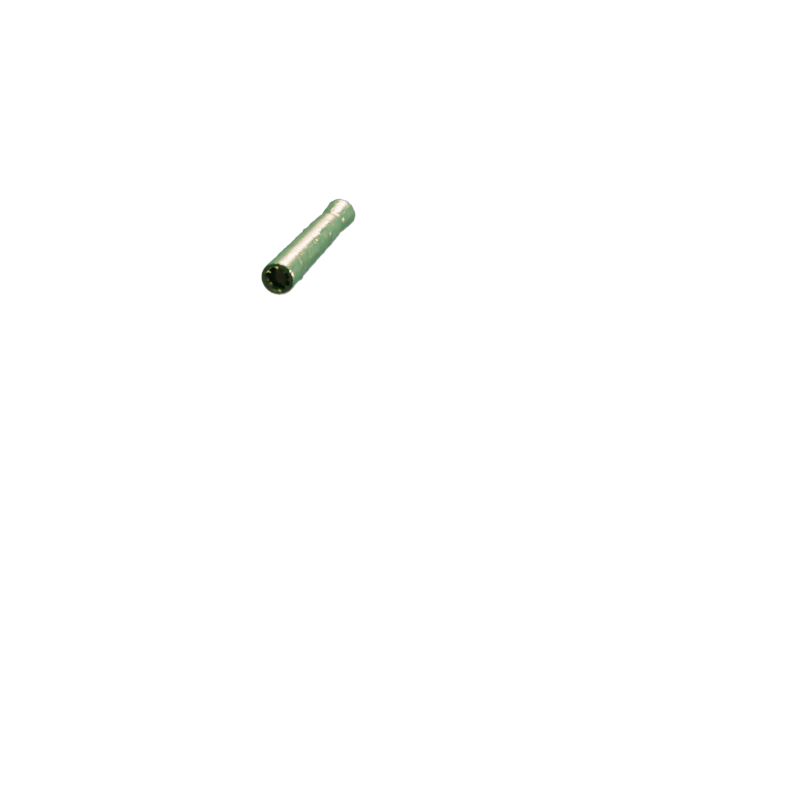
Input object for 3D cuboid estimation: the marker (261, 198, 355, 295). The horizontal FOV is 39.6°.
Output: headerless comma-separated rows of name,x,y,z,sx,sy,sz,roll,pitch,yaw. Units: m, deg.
marker,-0.050,-0.092,0.644,0.020,0.019,0.124,0,26,16
